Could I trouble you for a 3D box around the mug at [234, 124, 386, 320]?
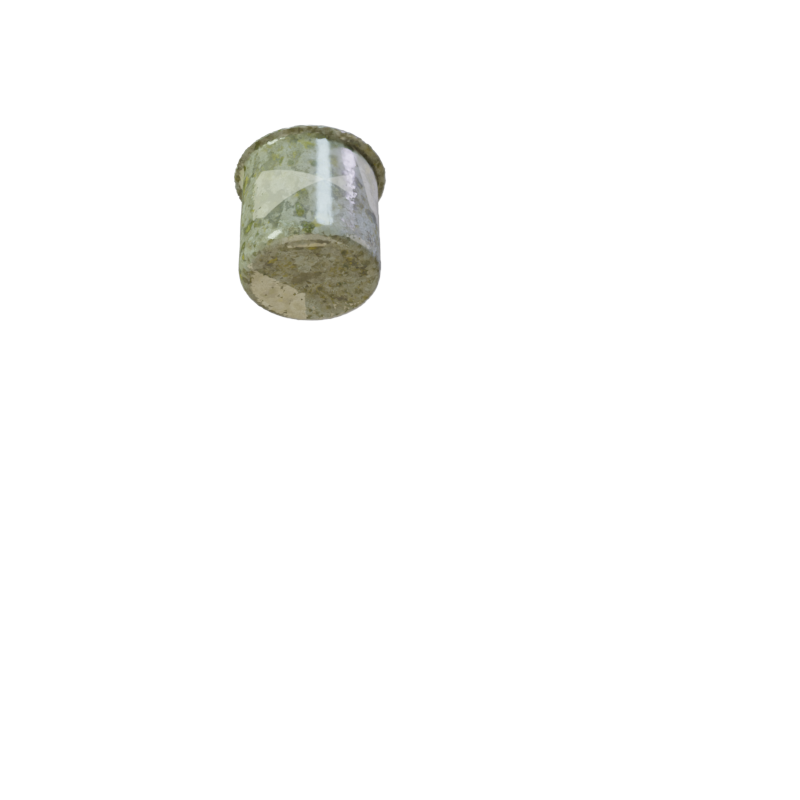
[{"bbox_3d":[-0.052,-0.095,0.663,0.094,0.087,0.108,-6,-37,5],"label":"mug"}]
